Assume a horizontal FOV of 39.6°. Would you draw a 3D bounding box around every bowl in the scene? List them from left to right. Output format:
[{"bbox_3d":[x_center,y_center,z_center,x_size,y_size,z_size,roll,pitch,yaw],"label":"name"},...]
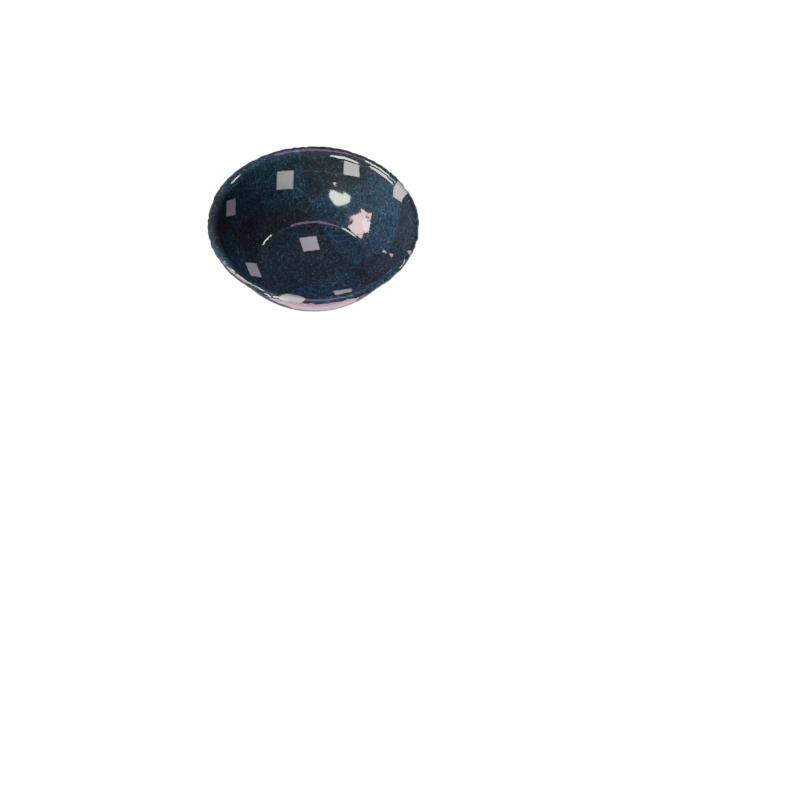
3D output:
[{"bbox_3d":[-0.068,-0.124,0.867,0.162,0.174,0.051,-1,-37,-1],"label":"bowl"}]
